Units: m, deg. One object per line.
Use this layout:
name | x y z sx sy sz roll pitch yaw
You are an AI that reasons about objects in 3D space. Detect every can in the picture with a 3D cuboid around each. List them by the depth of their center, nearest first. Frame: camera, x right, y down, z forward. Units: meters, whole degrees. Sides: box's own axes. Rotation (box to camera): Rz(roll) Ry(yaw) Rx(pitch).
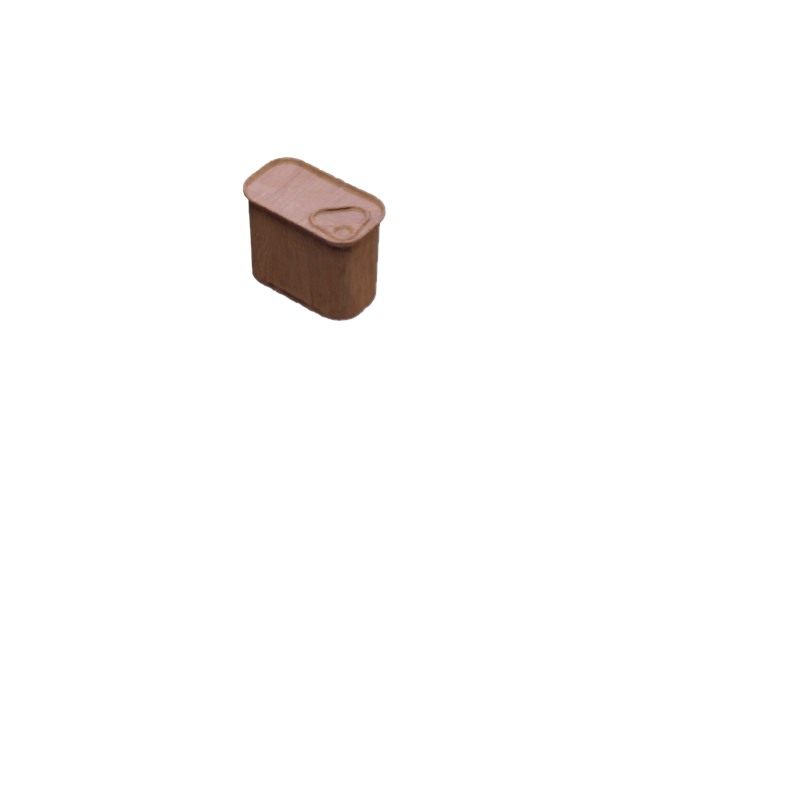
can | -0.063 -0.114 0.801 0.107 0.078 0.058 30 52 24
